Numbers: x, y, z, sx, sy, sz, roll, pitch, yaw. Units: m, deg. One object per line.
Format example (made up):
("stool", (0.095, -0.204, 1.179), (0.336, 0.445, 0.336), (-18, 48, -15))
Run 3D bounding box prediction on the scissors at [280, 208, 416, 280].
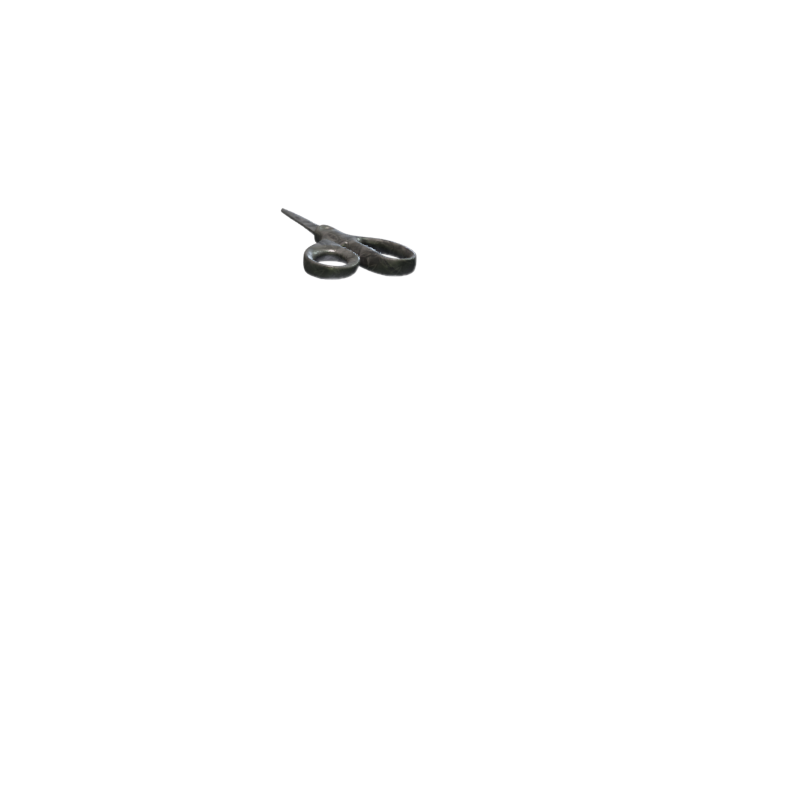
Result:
("scissors", (-0.072, -0.131, 0.917), (0.094, 0.015, 0.215), (-18, 29, -37))
